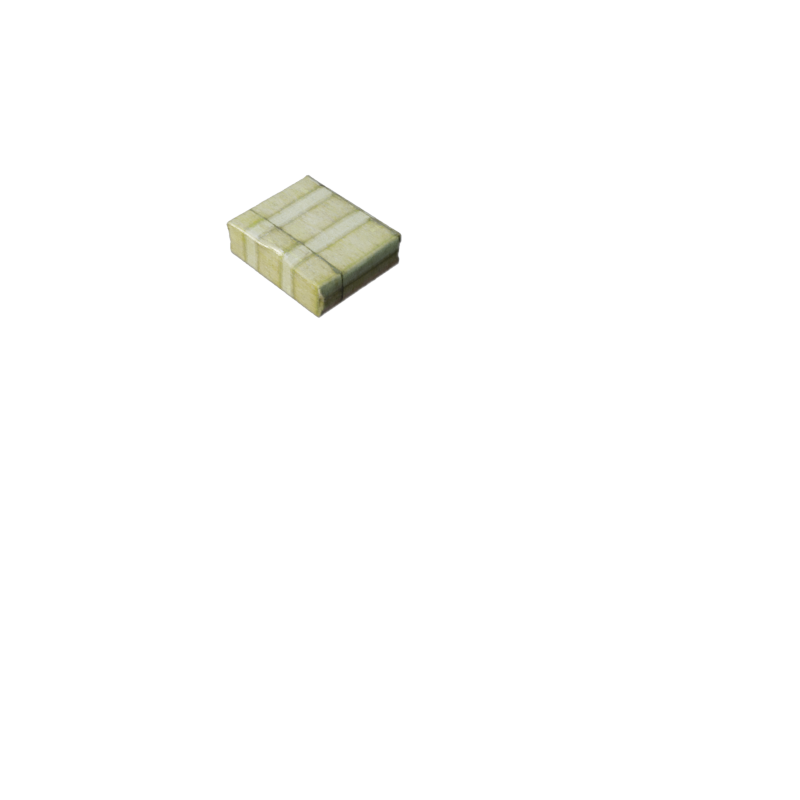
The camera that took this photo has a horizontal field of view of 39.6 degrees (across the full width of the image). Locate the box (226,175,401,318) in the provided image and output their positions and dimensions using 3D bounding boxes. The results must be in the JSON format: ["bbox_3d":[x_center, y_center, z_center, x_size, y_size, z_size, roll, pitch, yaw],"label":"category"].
[{"bbox_3d":[-0.056,-0.102,0.715,0.073,0.028,0.095,-35,55,-29],"label":"box"}]
